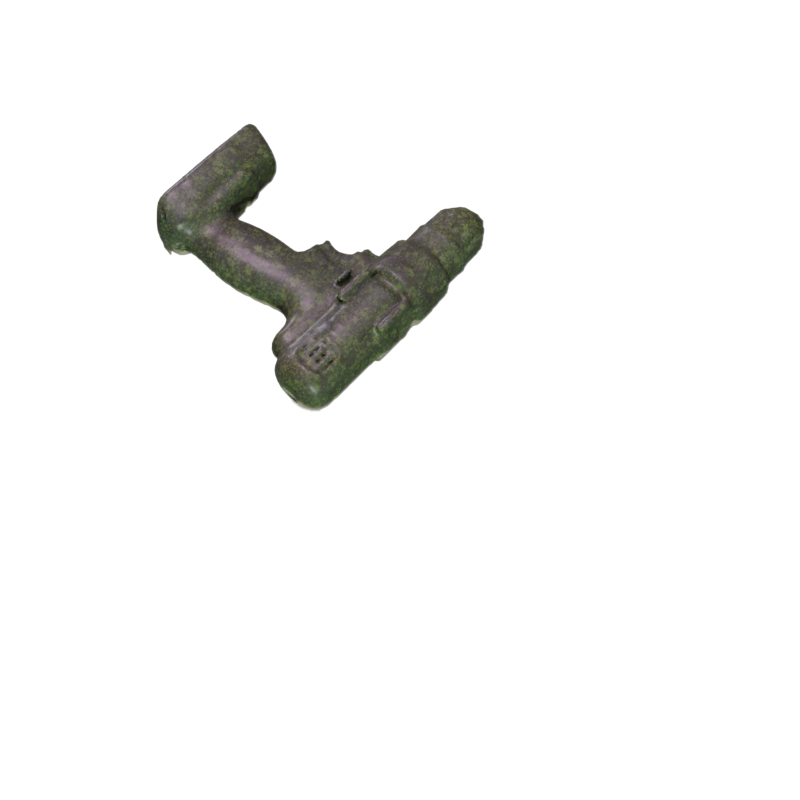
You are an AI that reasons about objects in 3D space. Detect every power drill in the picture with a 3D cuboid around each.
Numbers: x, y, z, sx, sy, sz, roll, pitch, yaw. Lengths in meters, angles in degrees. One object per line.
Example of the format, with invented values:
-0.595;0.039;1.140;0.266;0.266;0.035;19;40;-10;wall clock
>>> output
-0.060;-0.109;0.764;0.197;0.187;0.054;38;-24;20;power drill
